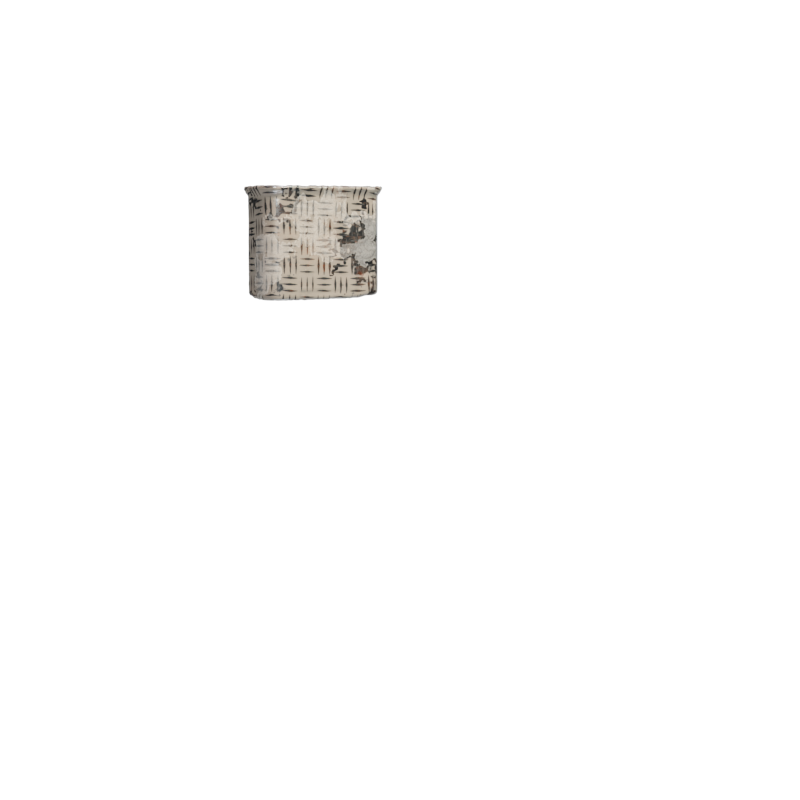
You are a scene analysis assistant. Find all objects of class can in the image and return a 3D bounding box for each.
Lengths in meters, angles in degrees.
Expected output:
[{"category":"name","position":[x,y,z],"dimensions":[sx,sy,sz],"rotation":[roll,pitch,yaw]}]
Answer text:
[{"category":"can","position":[-0.066,-0.119,0.836],"dimensions":[0.099,0.083,0.060],"rotation":[-3,5,-27]}]
